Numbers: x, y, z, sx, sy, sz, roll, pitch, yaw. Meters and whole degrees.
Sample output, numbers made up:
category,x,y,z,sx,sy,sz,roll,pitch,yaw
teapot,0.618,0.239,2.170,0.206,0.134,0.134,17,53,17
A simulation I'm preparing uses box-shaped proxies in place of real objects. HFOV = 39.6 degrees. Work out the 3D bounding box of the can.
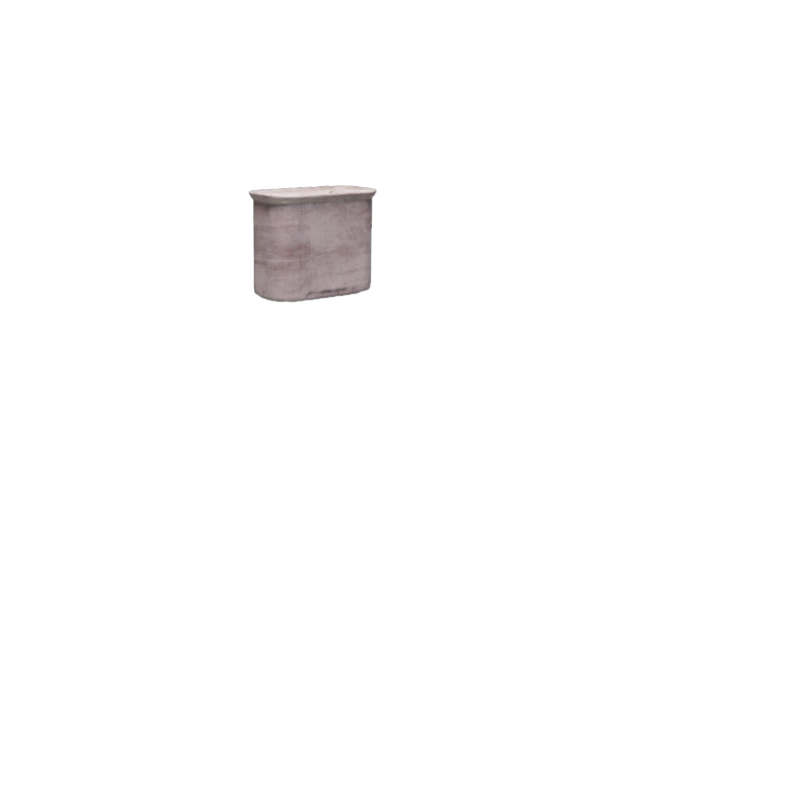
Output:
category,x,y,z,sx,sy,sz,roll,pitch,yaw
can,-0.069,-0.127,0.887,0.099,0.082,0.060,-9,14,-36
